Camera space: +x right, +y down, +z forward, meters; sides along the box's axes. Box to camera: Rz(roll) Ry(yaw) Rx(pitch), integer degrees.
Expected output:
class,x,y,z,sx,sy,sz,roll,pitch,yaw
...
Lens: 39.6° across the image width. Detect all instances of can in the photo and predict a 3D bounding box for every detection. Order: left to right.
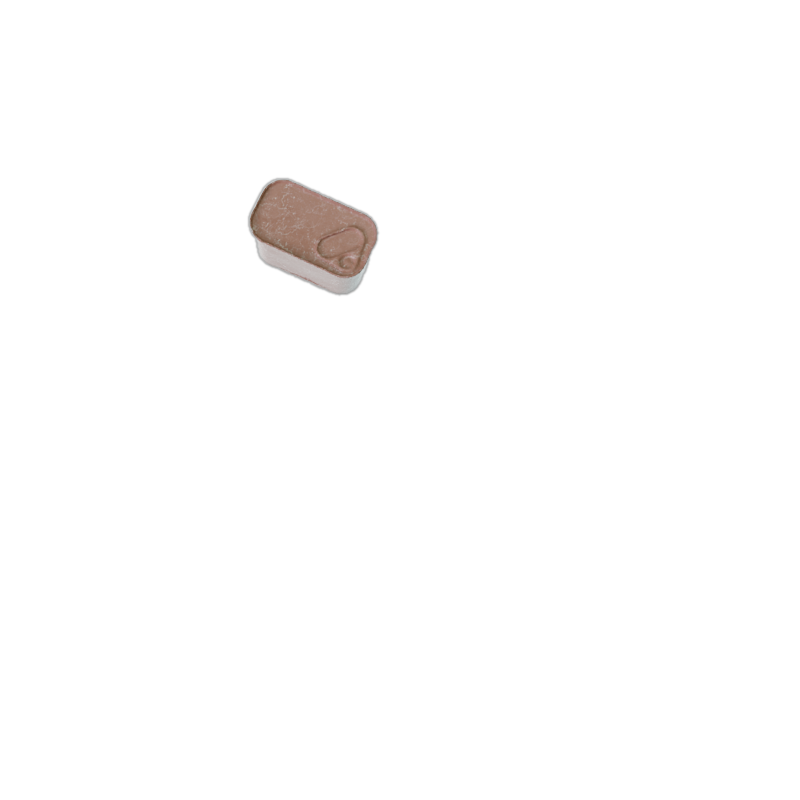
class,x,y,z,sx,sy,sz,roll,pitch,yaw
can,-0.073,-0.133,0.930,0.103,0.059,0.081,25,-11,4
